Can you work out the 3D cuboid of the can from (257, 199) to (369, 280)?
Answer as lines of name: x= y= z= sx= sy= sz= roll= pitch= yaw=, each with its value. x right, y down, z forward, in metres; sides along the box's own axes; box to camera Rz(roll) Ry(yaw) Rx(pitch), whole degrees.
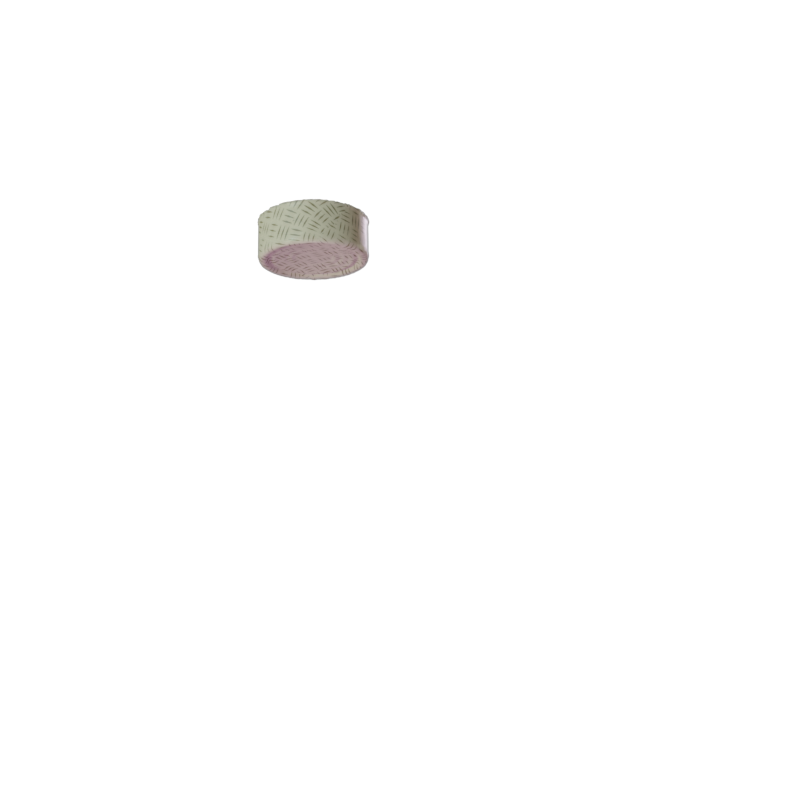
can: x=-0.066 y=-0.121 z=0.847 sx=0.086 sy=0.035 sz=0.082 roll=0 pitch=-16 yaw=-2
